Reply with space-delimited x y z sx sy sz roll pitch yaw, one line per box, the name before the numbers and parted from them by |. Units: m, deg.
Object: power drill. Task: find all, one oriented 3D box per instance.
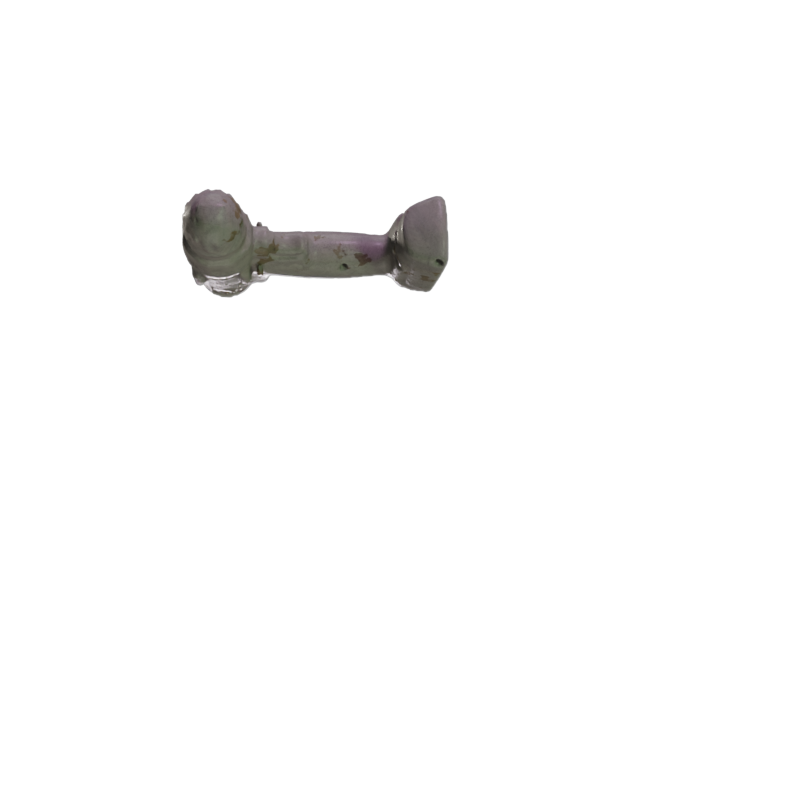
power drill | -0.063 -0.115 0.802 0.187 0.059 0.181 0 -5 -3
